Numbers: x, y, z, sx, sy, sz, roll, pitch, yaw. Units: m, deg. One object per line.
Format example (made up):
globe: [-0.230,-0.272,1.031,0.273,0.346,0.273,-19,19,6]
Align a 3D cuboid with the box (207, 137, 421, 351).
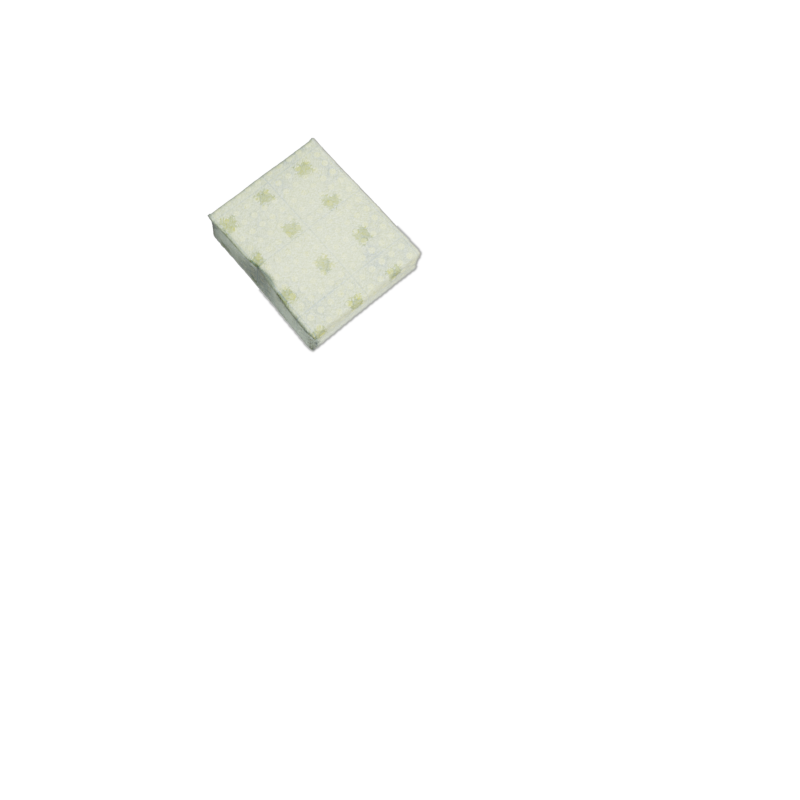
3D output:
box: [-0.046,-0.083,0.583,0.073,0.093,0.029,-38,-15,-13]
